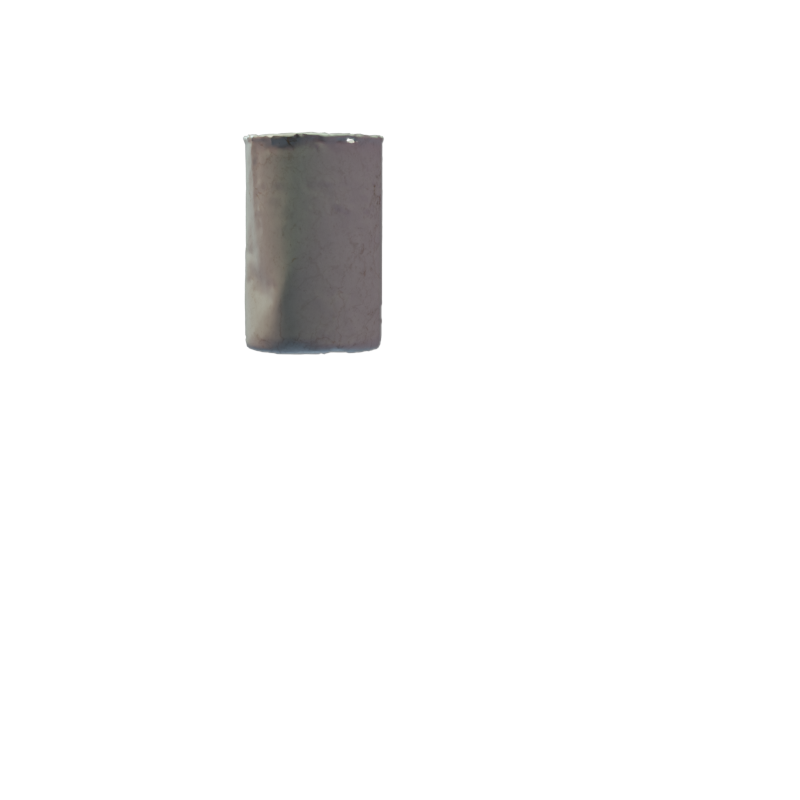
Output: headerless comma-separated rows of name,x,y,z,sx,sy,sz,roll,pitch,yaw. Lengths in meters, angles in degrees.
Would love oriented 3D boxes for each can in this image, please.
can,-0.042,-0.077,0.536,0.068,0.102,0.069,0,4,-2
